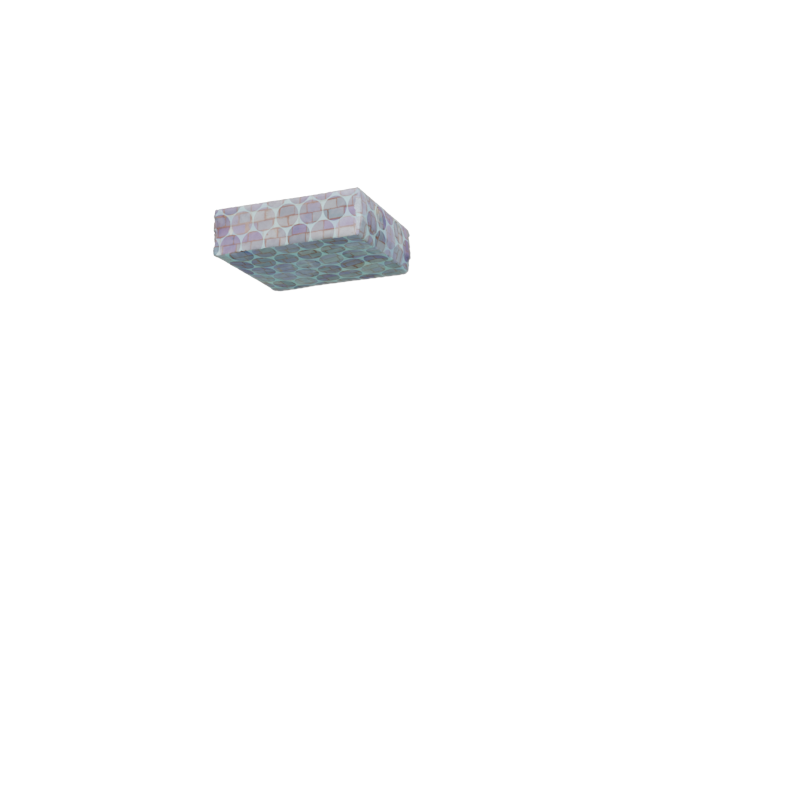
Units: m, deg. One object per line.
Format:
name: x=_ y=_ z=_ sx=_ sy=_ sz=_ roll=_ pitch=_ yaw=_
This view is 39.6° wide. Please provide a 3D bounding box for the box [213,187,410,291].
box: x=-0.061 y=-0.111 z=0.776 sx=0.116 sy=0.041 sz=0.084 roll=-6 pitch=-16 yaw=23
